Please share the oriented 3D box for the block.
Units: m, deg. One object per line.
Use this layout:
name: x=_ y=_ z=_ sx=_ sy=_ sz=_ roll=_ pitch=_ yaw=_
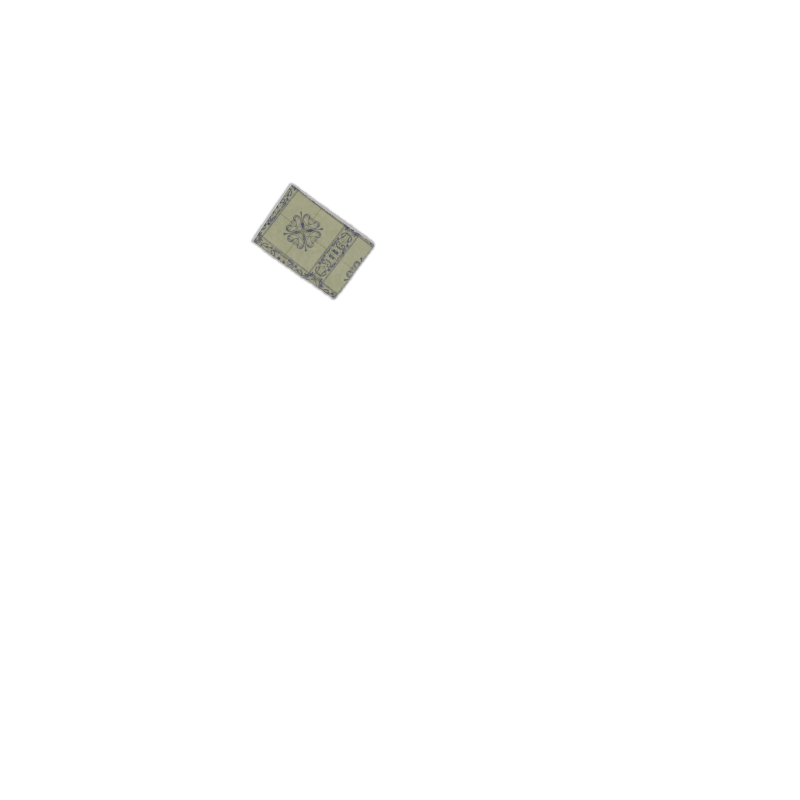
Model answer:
block: x=-0.066 y=-0.120 z=0.837 sx=0.077 sy=0.052 sz=0.052 roll=36 pitch=5 yaw=-5
